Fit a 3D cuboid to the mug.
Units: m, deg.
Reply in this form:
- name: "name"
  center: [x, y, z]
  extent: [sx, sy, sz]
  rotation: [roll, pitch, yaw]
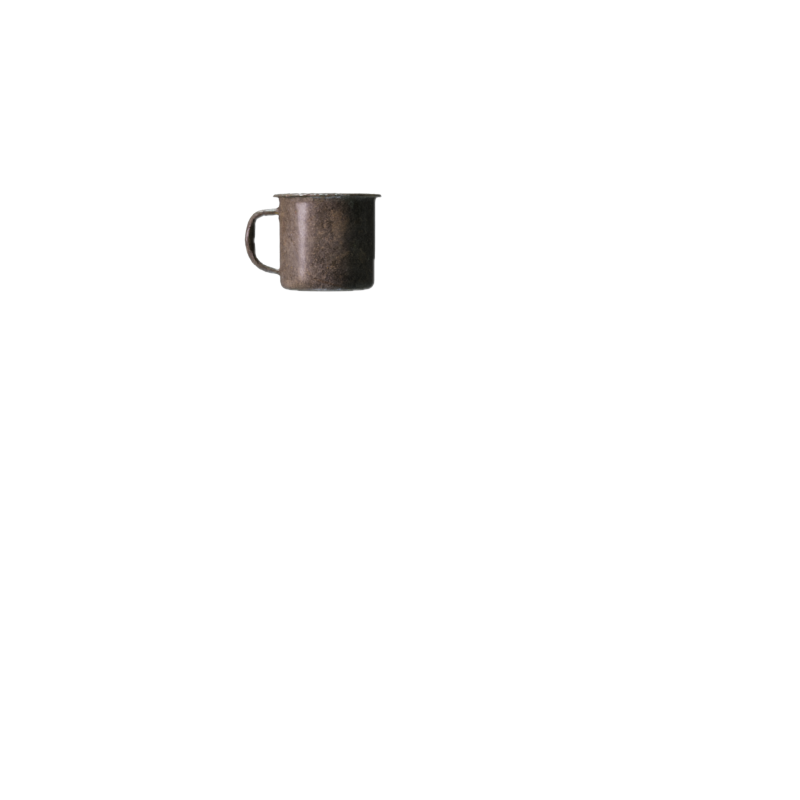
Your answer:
- name: "mug"
  center: [-0.074, -0.136, 0.949]
  extent: [0.116, 0.081, 0.095]
  rotation: [-1, 6, -6]
